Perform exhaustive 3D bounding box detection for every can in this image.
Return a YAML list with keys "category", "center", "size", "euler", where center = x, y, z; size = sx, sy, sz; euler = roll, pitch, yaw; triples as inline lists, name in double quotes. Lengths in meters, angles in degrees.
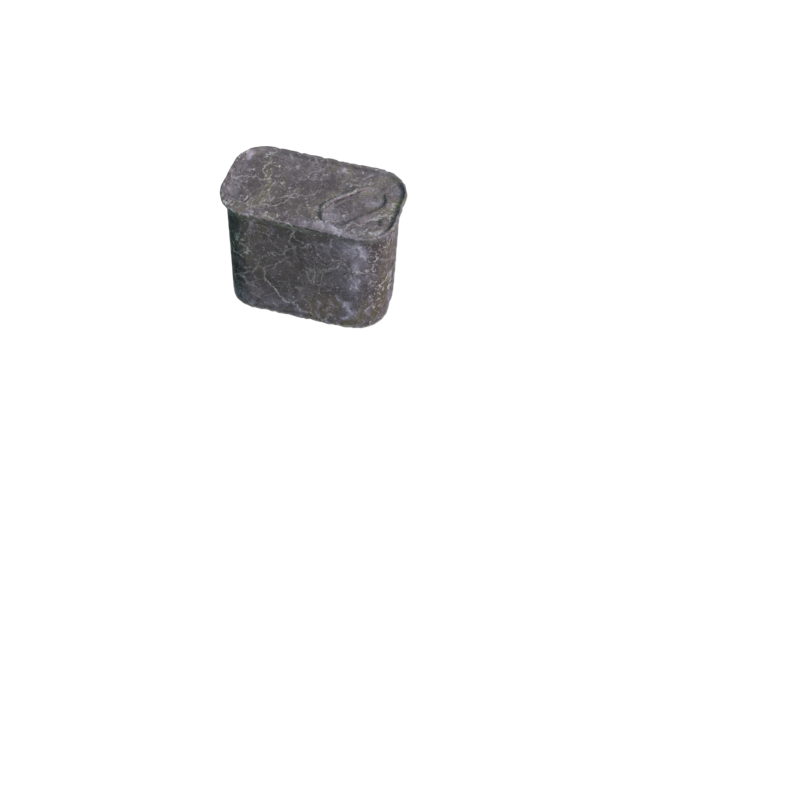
- category: "can"
  center: [-0.051, -0.092, 0.647]
  size: [0.104, 0.060, 0.078]
  euler: [14, -39, 9]
